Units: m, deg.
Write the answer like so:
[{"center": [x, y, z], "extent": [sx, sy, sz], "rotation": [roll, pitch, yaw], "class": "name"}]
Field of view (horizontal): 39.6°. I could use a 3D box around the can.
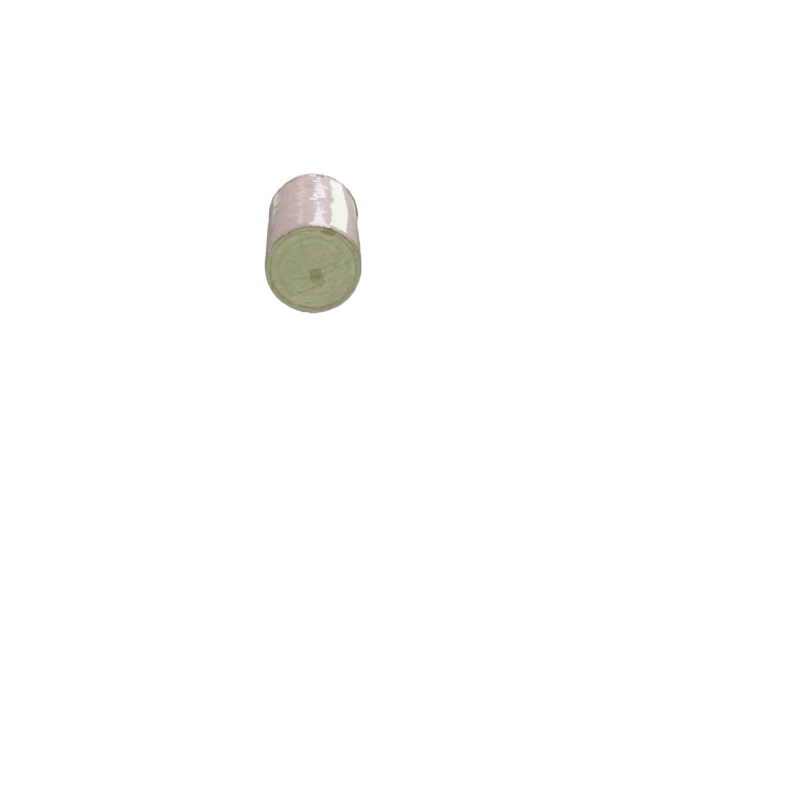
[{"center": [-0.062, -0.114, 0.797], "extent": [0.068, 0.065, 0.108], "rotation": [0, 28, -3], "class": "can"}]
